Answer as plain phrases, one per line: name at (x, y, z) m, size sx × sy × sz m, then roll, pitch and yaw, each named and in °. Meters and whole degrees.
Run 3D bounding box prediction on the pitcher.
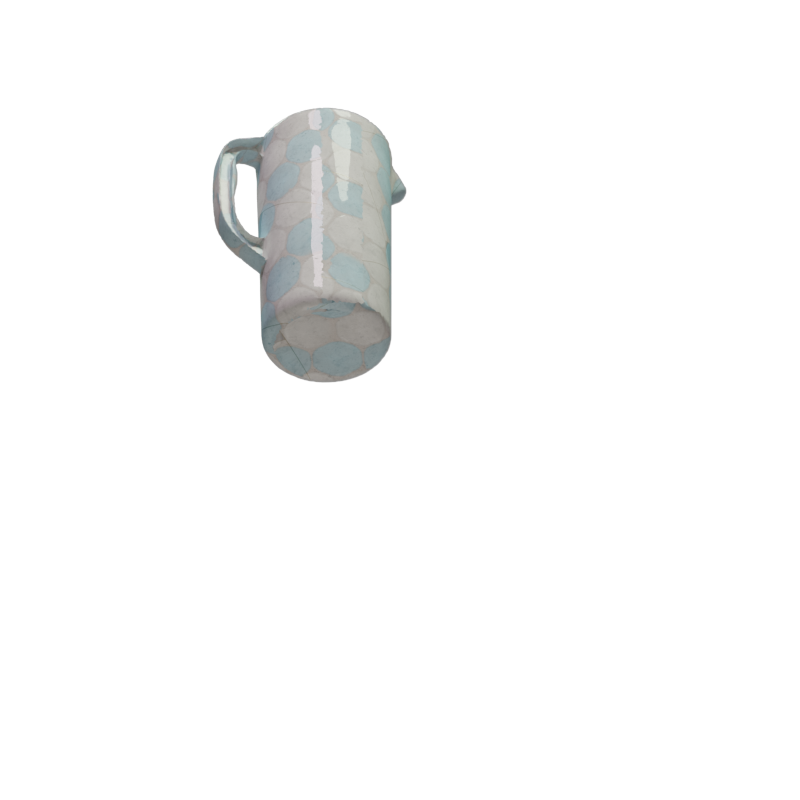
pitcher at (-0.078, -0.142, 0.992) m, size 0.150 × 0.261 × 0.134 m, roll -17°, pitch -44°, yaw 15°
